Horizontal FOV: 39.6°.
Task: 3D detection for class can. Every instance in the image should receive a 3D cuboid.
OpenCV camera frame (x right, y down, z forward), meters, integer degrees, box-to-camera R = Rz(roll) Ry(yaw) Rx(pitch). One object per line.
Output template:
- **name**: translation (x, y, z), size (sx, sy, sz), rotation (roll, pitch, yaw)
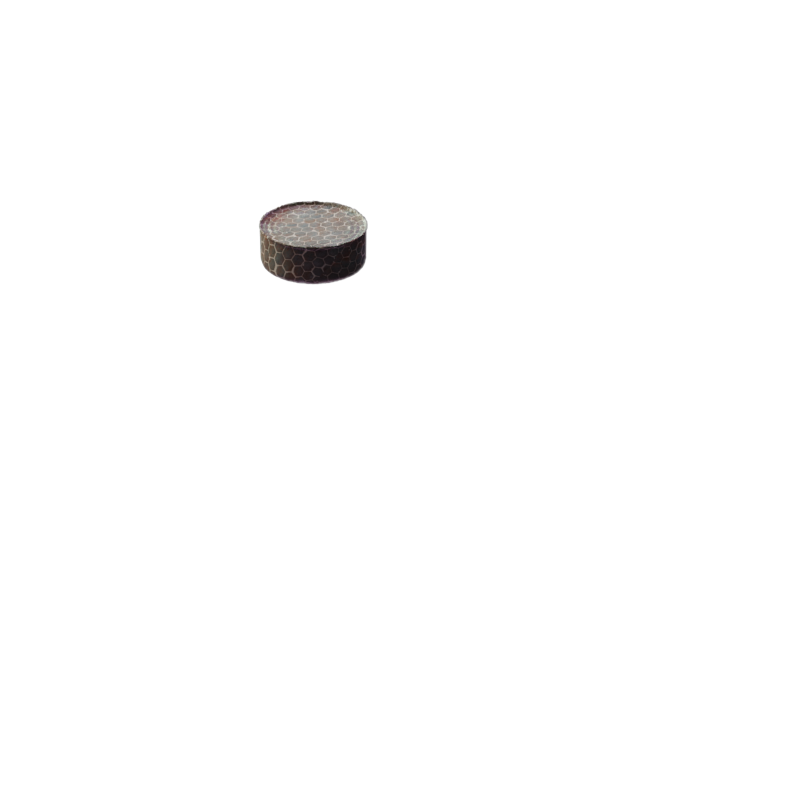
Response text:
- **can**: translation (-0.069, -0.126, 0.880), size (0.086, 0.032, 0.091), rotation (-1, 32, -2)
